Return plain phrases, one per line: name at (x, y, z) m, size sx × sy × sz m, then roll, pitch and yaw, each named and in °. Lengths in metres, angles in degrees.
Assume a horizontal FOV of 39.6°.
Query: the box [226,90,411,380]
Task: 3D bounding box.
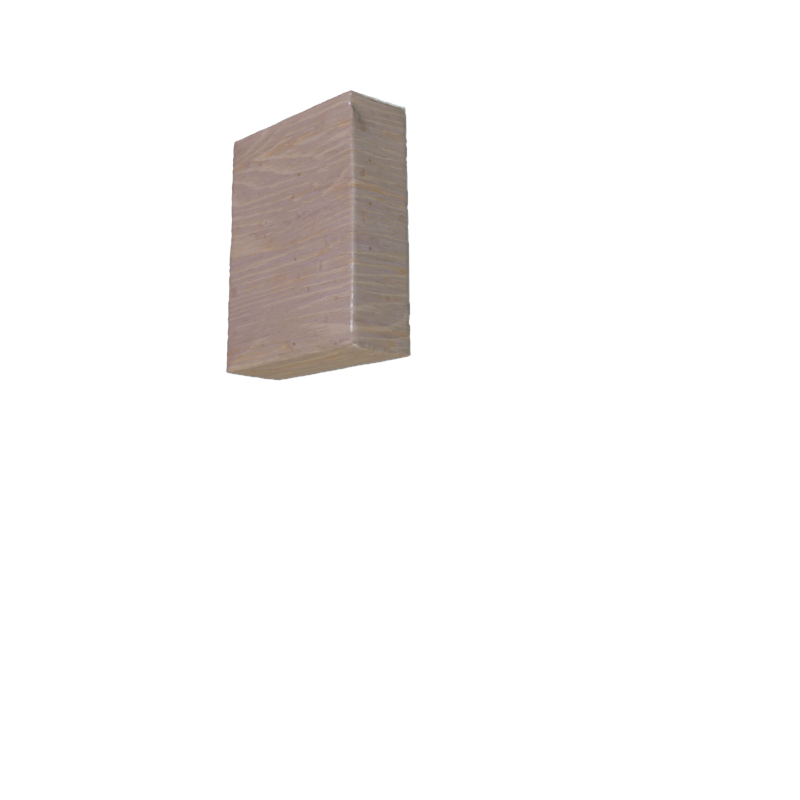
box at (-0.073, -0.133, 0.934) m, size 0.068 × 0.221 × 0.167 m, roll 12°, pitch -18°, yaw -42°
